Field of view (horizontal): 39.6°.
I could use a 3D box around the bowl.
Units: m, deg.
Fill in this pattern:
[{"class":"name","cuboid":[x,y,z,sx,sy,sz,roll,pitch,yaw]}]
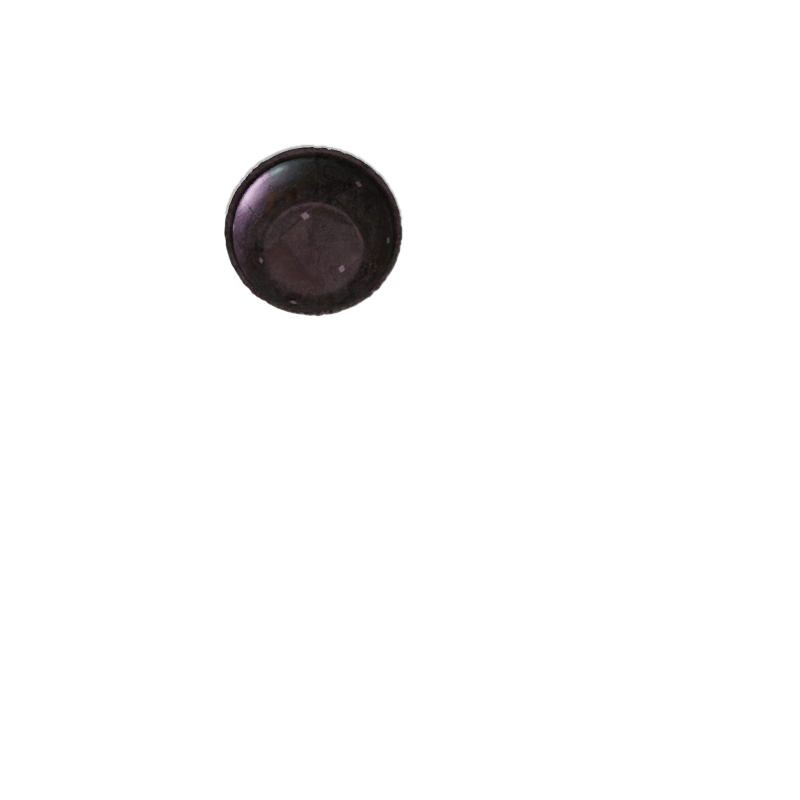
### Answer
[{"class":"bowl","cuboid":[-0.077,-0.140,0.981,0.162,0.155,0.057,1,20,-1]}]
